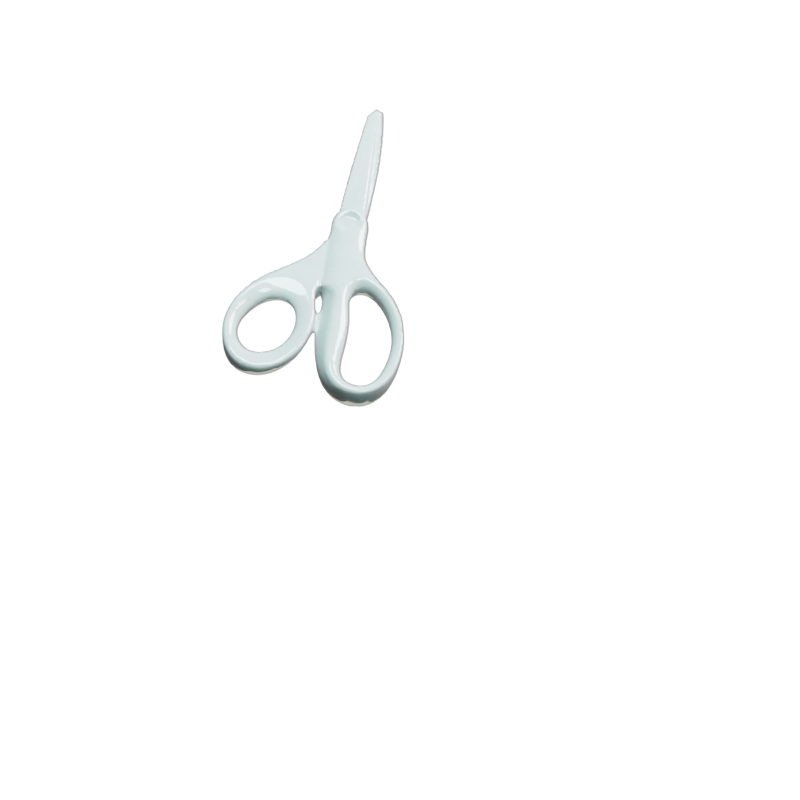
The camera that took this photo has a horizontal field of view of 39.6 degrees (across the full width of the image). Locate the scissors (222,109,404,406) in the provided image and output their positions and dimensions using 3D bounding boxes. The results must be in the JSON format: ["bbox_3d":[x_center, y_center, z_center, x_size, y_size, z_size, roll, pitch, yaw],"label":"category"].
[{"bbox_3d":[-0.045,-0.082,0.575,0.096,0.217,0.015,-5,-39,-4],"label":"scissors"}]
